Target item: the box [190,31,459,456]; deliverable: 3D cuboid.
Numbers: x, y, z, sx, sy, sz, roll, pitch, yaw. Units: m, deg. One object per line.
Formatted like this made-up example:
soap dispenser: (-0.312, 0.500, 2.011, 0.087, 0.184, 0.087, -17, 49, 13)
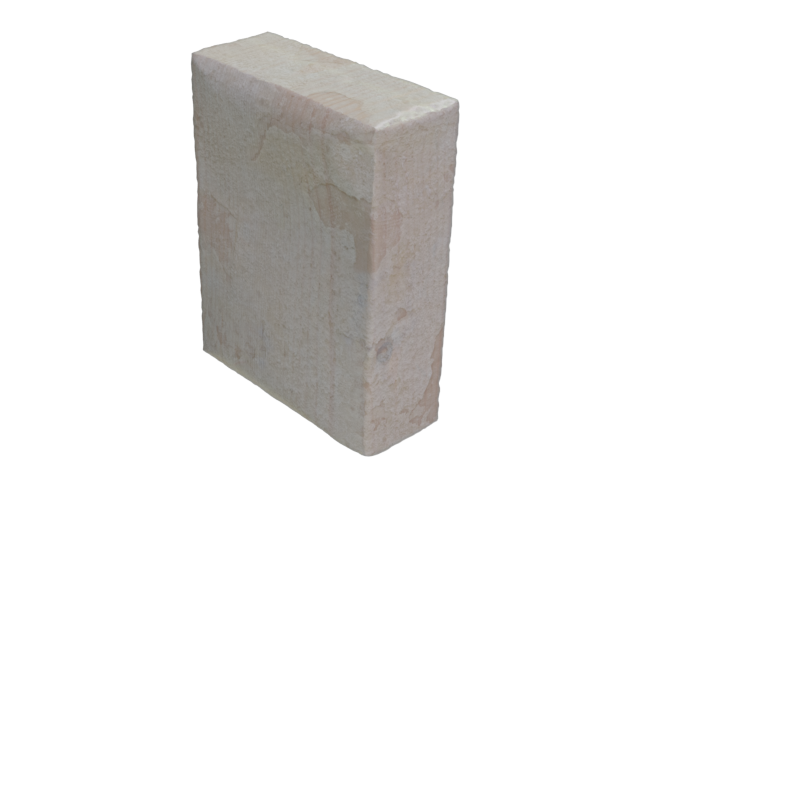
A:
box: (-0.052, -0.096, 0.671, 0.071, 0.201, 0.175, -24, 40, -37)
